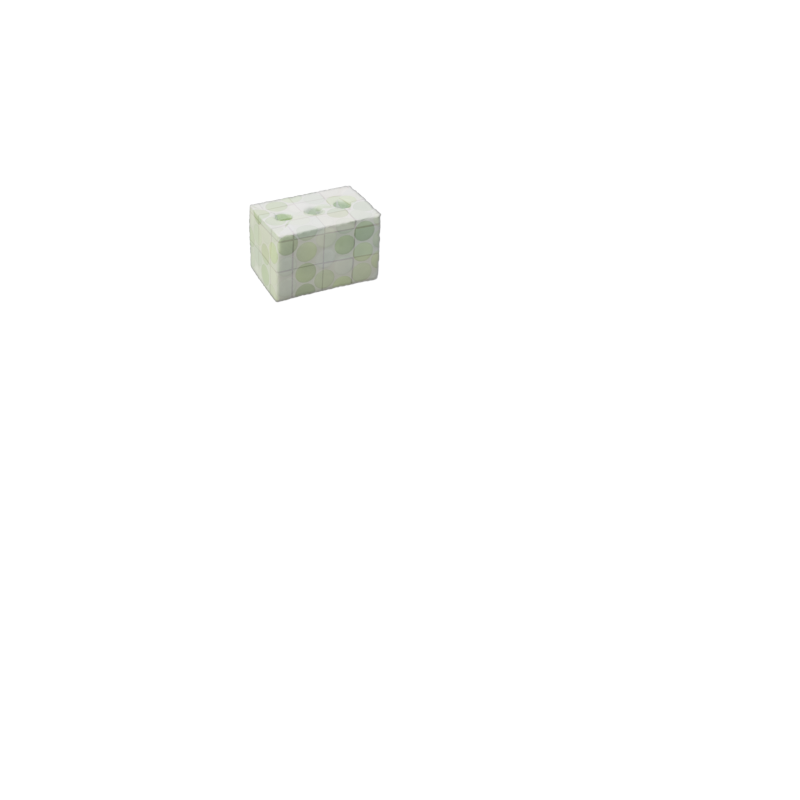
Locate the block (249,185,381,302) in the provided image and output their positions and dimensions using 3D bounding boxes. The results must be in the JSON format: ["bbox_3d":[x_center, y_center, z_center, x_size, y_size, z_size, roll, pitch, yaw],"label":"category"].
[{"bbox_3d":[-0.060,-0.109,0.761,0.077,0.048,0.057,-15,37,-22],"label":"block"}]
